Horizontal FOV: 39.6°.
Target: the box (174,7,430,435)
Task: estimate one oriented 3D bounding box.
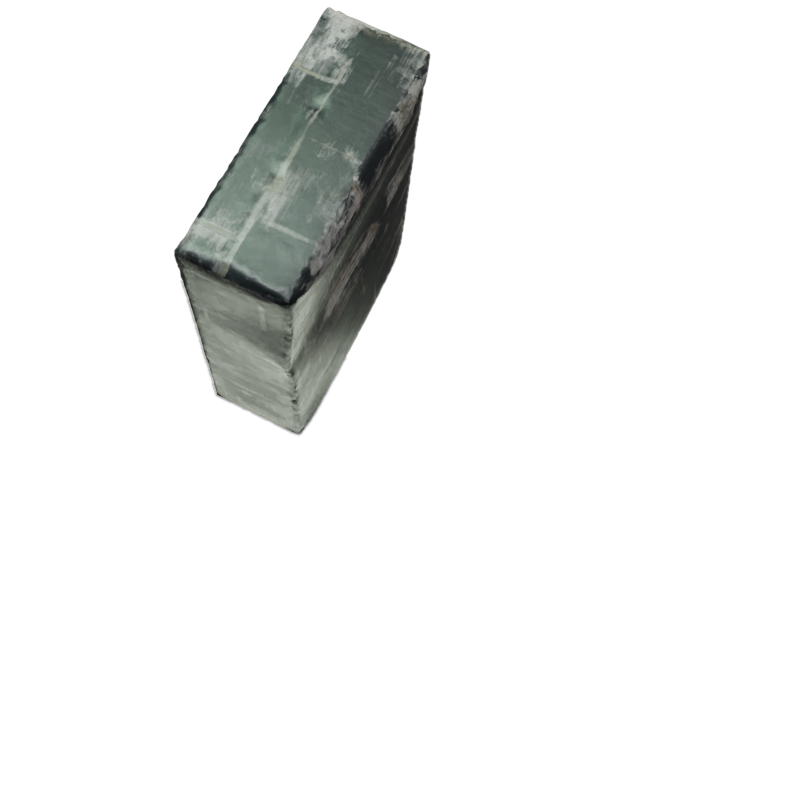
[{"bbox_3d":[-0.050,-0.091,0.640,0.073,0.169,0.203,24,-20,5],"label":"box"}]
